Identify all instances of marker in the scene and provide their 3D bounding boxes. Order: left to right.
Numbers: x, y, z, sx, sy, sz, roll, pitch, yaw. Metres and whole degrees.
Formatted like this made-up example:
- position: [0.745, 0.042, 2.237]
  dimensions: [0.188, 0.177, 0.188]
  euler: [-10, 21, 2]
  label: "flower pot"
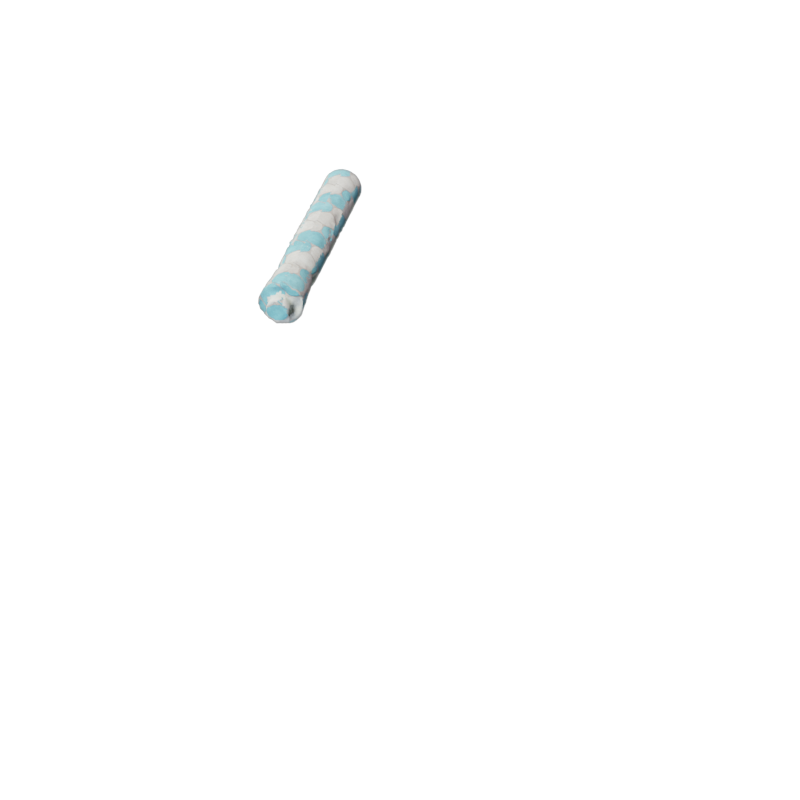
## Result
- position: [-0.038, -0.070, 0.489]
  dimensions: [0.020, 0.018, 0.127]
  euler: [0, 33, 12]
  label: "marker"
